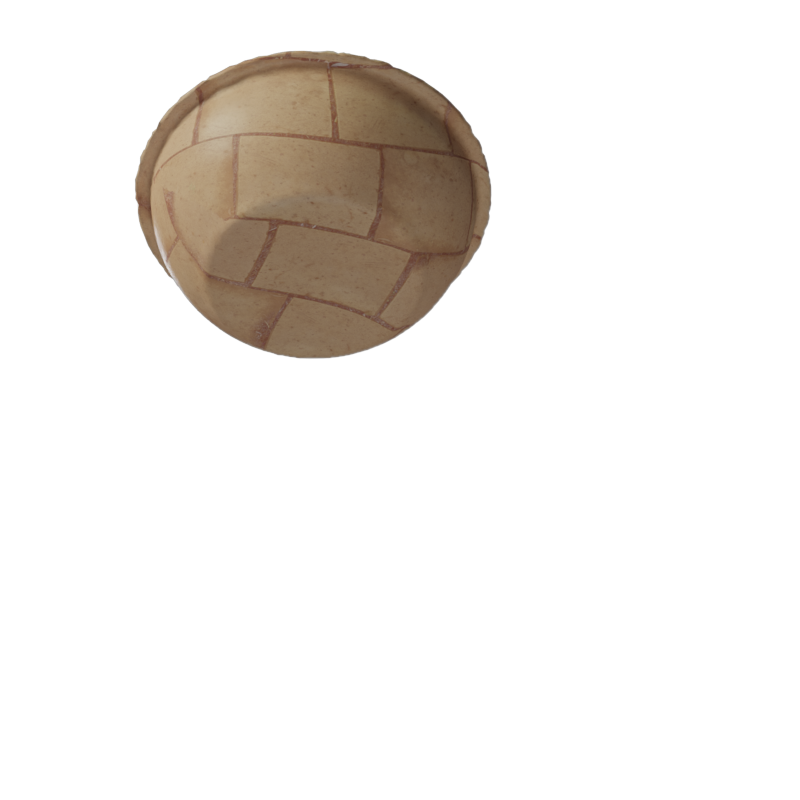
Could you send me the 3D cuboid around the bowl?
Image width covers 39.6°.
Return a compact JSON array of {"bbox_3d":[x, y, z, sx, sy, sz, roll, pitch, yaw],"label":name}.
[{"bbox_3d":[-0.038,-0.069,0.485,0.162,0.151,0.059,1,43,-1],"label":"bowl"}]
